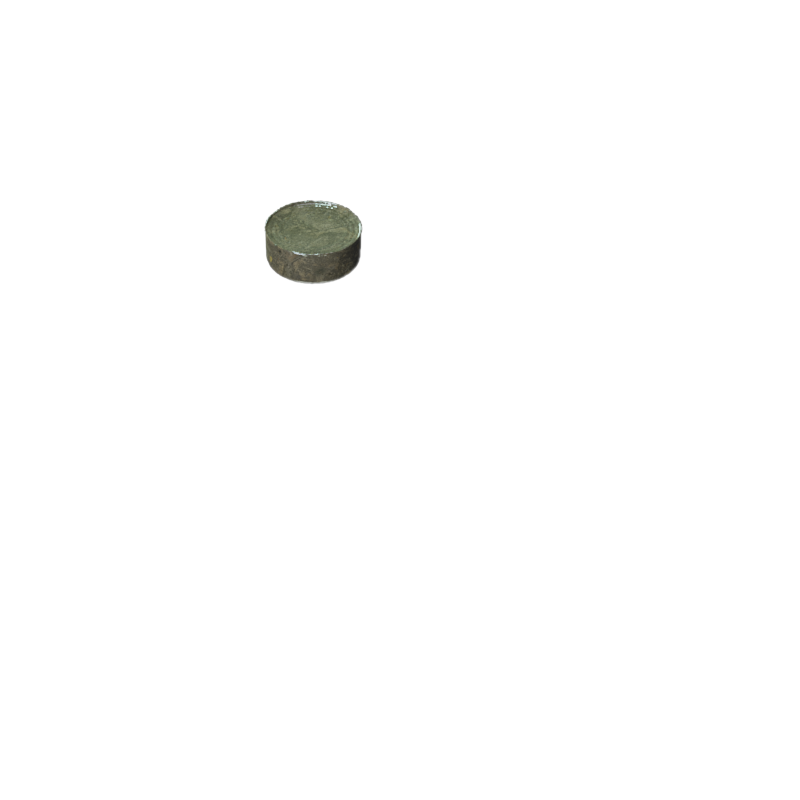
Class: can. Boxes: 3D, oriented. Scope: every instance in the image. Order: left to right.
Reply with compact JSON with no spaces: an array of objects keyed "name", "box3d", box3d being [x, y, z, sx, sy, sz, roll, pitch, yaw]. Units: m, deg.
[{"name":"can","box3d":[-0.077,-0.140,0.980,0.086,0.031,0.092,-1,40,-2]}]
